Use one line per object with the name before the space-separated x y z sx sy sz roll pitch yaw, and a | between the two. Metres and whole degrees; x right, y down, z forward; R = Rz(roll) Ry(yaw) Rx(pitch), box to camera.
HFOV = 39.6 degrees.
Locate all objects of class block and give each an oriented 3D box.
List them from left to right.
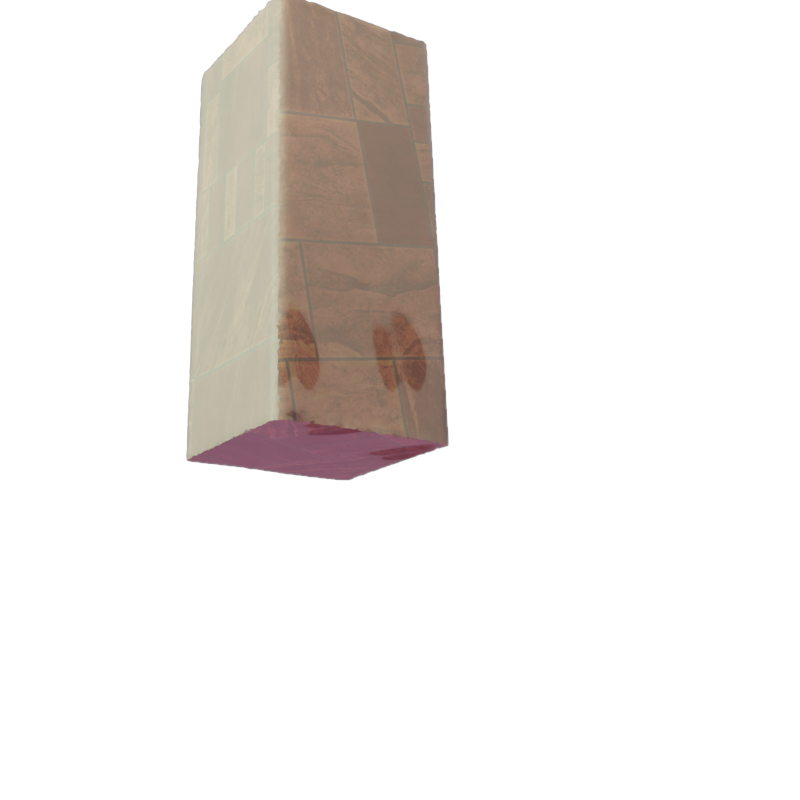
block | -0.043 -0.076 0.534 0.086 0.217 0.090 12 -25 -30
